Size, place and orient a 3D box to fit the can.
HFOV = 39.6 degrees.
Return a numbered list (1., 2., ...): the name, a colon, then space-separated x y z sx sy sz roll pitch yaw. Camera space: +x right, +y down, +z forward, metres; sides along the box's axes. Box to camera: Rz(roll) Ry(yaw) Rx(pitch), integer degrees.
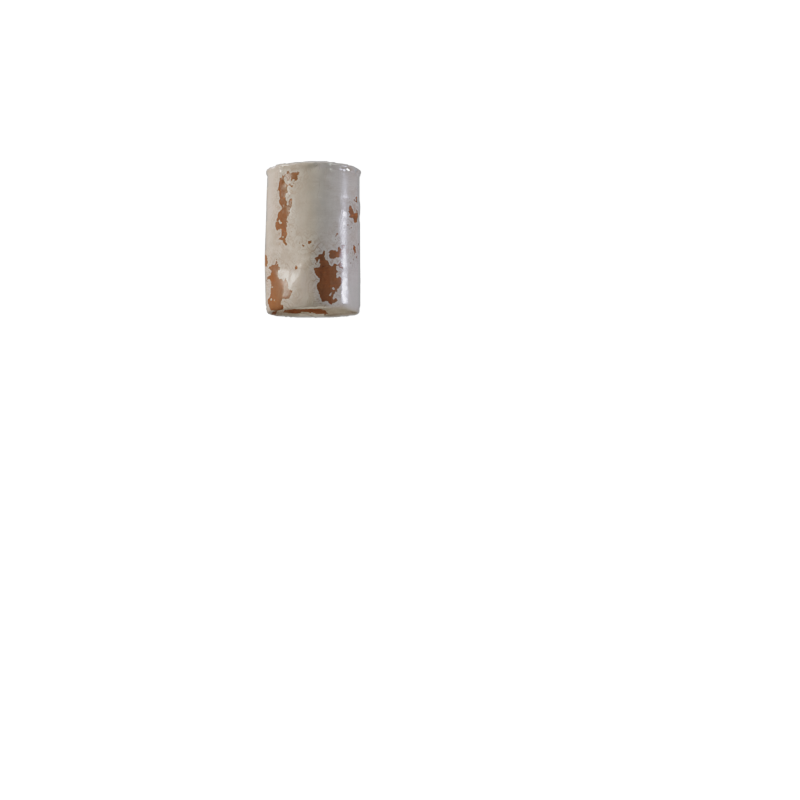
1. can: -0.061 -0.112 0.784 0.068 0.104 0.067 0 -7 -2
